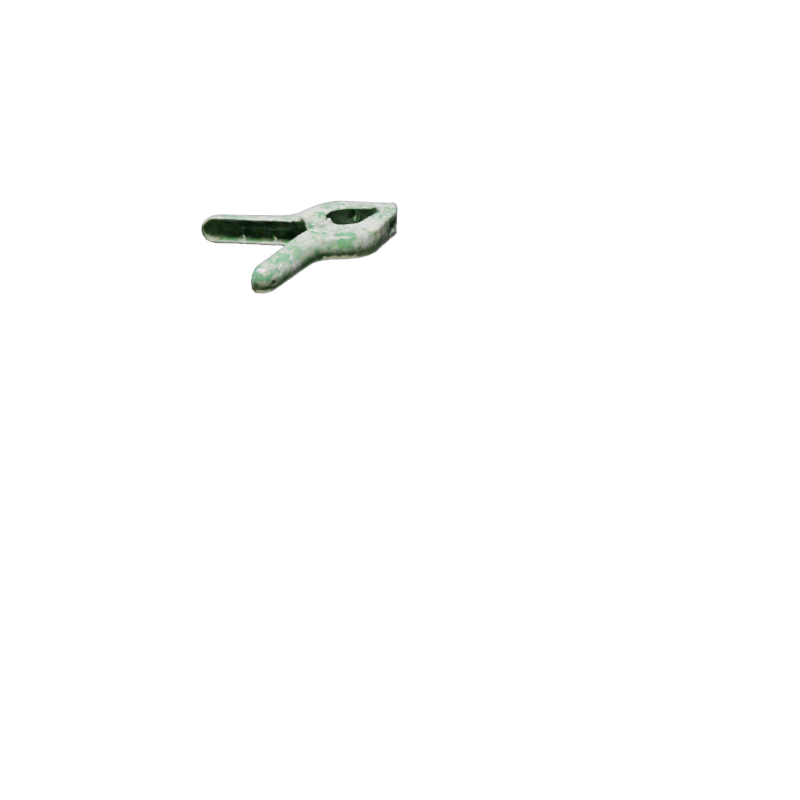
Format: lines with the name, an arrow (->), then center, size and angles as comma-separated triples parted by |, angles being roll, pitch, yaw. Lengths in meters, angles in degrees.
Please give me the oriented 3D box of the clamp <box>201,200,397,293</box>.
clamp -> -0.074, -0.135, 0.944 | 0.169, 0.037, 0.130 | -13, 40, -15
